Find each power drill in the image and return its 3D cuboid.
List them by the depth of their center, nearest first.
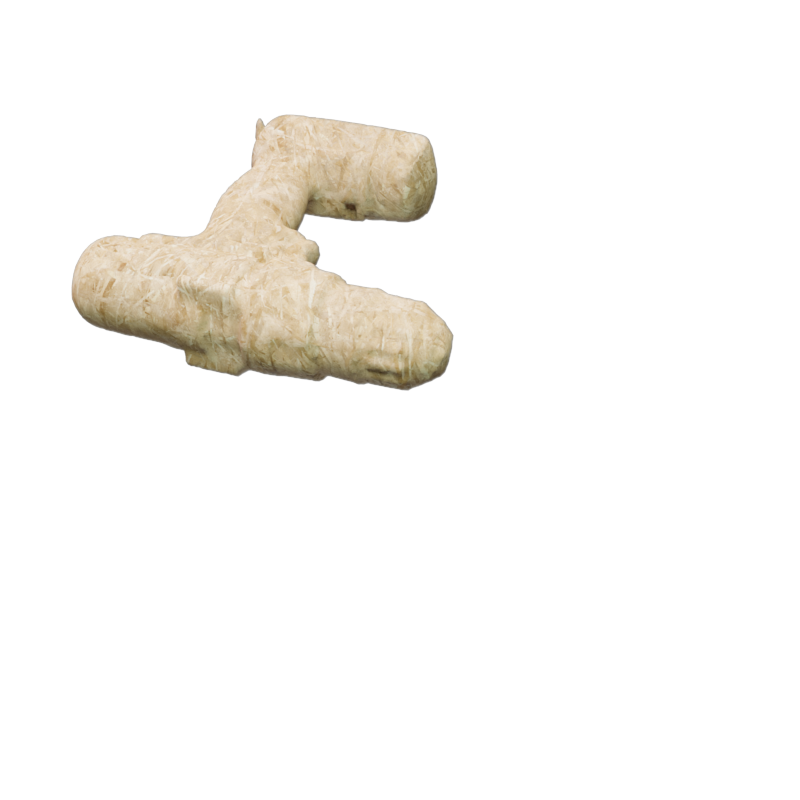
[{"bbox_3d":[-0.044,-0.080,0.559,0.190,0.054,0.194,12,37,17],"label":"power drill"}]
